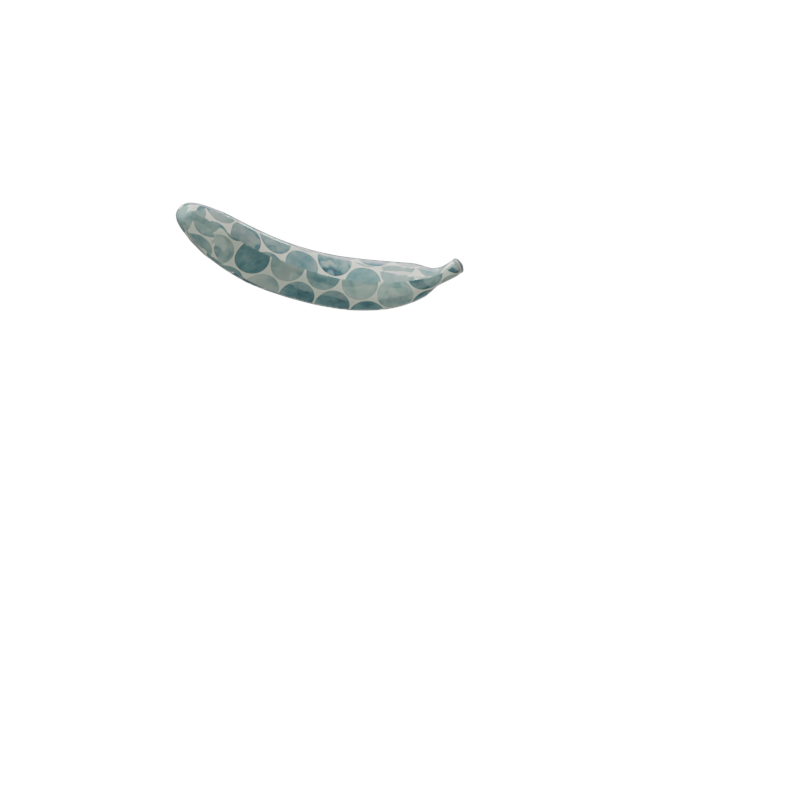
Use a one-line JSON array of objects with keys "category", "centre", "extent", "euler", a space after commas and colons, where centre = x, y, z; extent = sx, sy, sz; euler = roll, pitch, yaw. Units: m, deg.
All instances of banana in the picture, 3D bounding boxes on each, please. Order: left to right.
[{"category": "banana", "centre": [-0.061, -0.096, 0.768], "extent": [0.194, 0.039, 0.066], "euler": [9, -45, -10]}]
